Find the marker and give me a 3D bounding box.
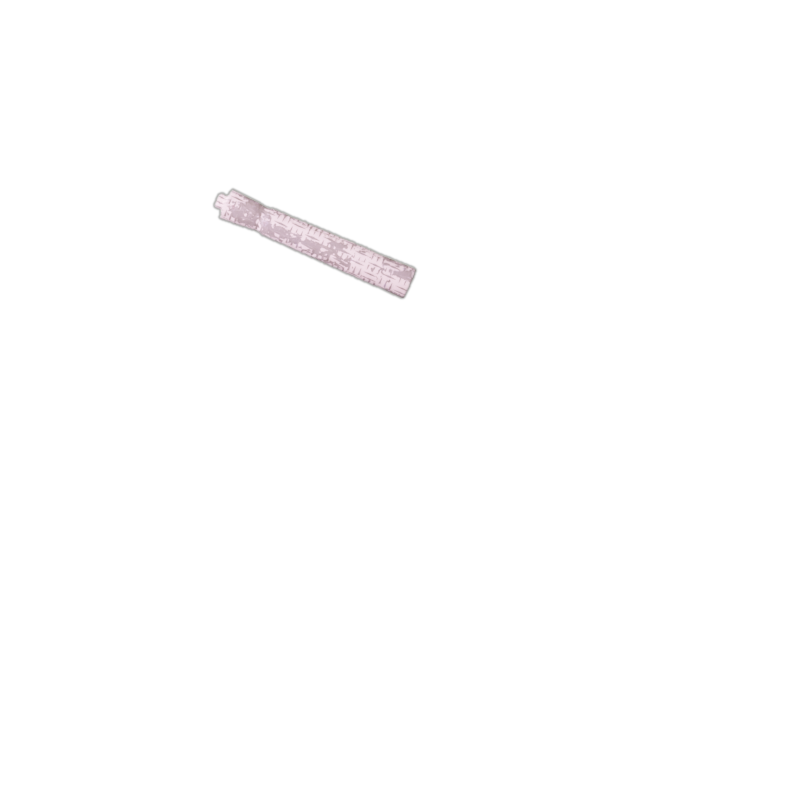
[{"bbox_3d":[-0.050,-0.091,0.634,0.122,0.020,0.020,24,4,3],"label":"marker"}]
